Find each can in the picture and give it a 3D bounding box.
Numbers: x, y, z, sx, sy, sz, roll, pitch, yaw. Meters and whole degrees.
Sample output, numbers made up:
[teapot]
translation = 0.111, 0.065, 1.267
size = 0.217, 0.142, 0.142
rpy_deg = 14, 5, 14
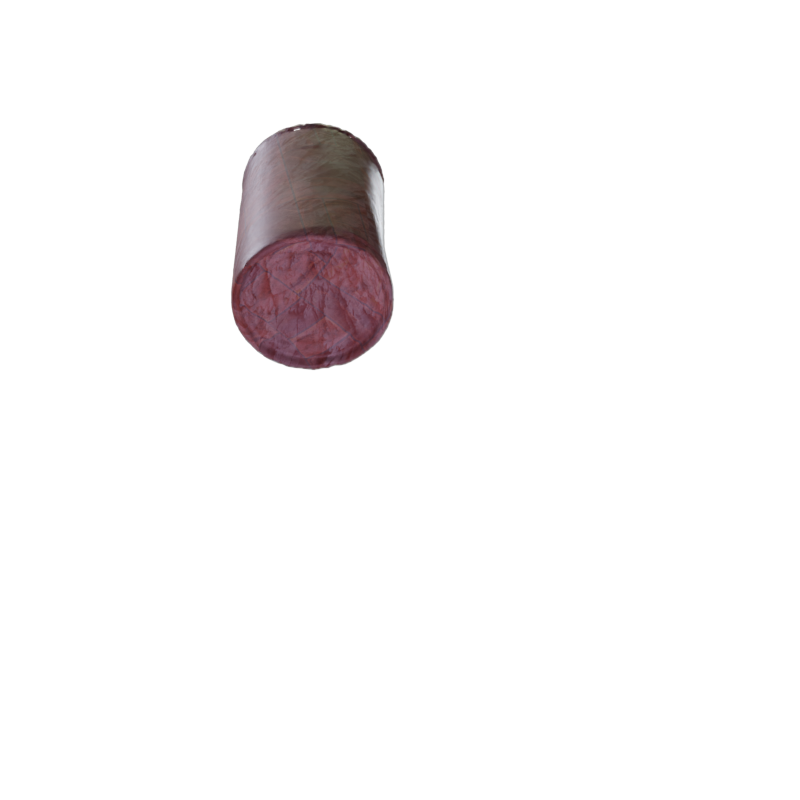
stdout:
[can]
translation = -0.038, -0.069, 0.486
size = 0.068, 0.064, 0.109
rpy_deg = -1, 36, -3
